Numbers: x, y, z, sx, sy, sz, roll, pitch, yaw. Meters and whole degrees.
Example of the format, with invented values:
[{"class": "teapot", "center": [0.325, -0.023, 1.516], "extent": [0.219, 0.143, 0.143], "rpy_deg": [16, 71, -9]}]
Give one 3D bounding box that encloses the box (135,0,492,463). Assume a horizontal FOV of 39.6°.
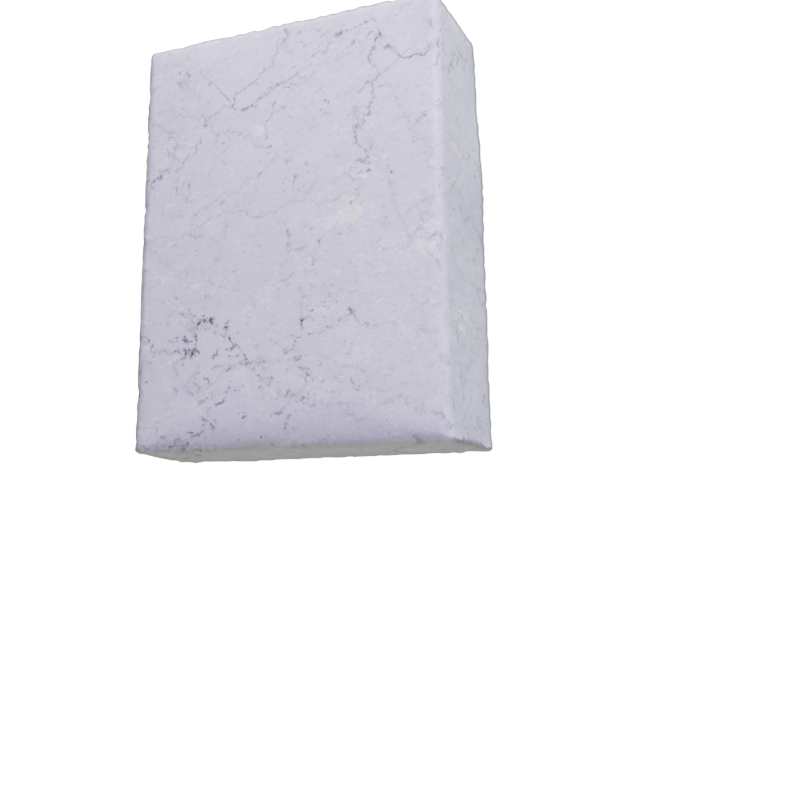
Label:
[{"class": "box", "center": [-0.044, -0.080, 0.559], "extent": [0.168, 0.222, 0.068], "rpy_deg": [-6, -16, 23]}]
